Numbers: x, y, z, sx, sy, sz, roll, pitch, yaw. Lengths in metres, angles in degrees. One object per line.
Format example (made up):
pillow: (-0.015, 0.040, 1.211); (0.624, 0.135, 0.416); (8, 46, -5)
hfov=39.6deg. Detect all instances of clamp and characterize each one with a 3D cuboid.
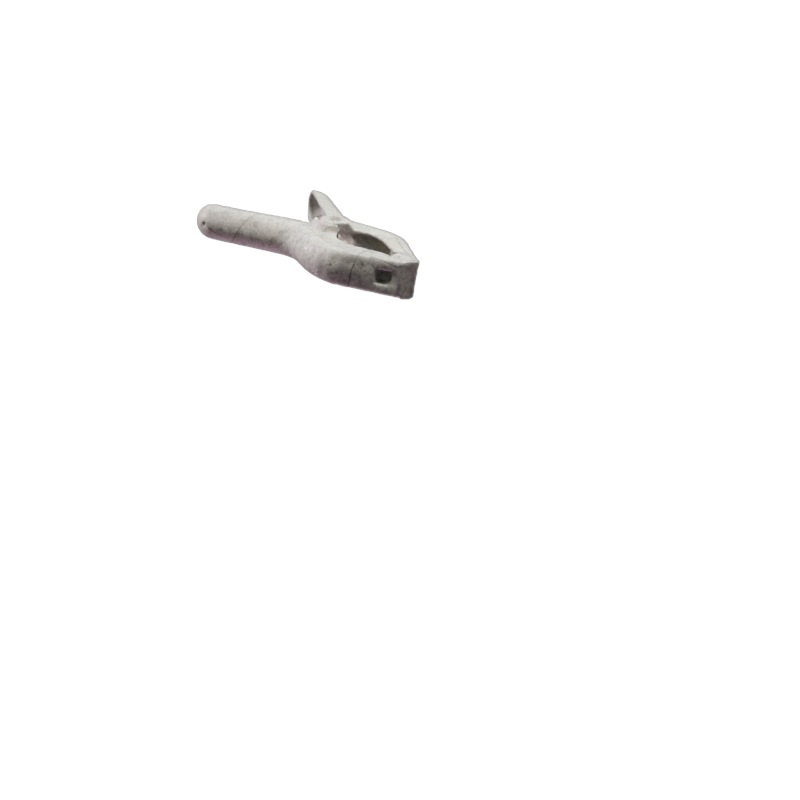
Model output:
clamp: (-0.061, -0.111, 0.780); (0.118, 0.037, 0.183); (-16, 31, -31)
